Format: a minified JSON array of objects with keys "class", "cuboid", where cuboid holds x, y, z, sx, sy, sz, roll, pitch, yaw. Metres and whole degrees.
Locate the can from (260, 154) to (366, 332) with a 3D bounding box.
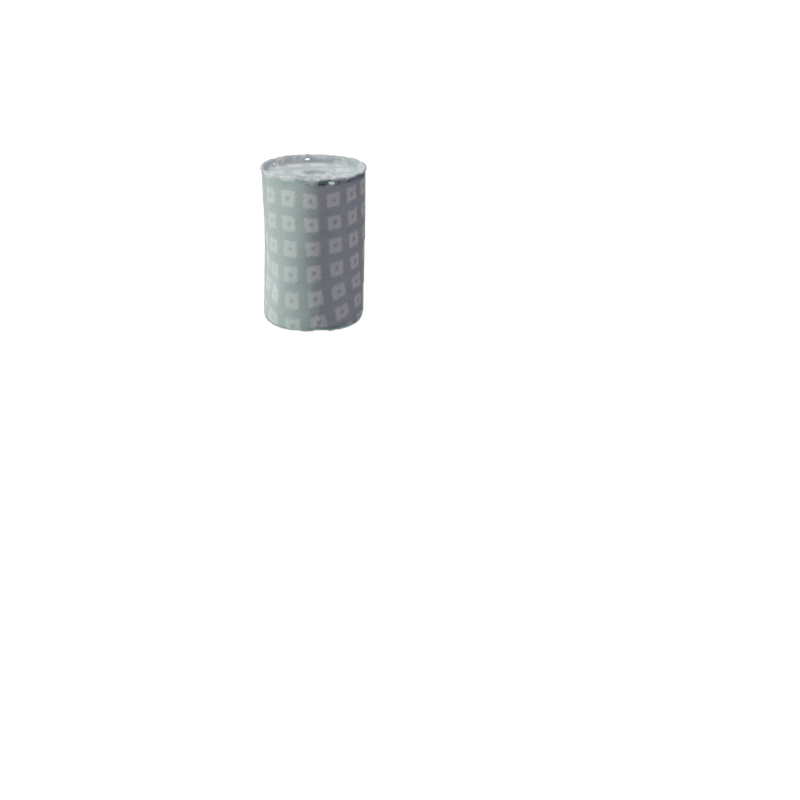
[{"class":"can","cuboid":[-0.057,-0.103,0.722,0.068,0.098,0.072,0,20,-2]}]
